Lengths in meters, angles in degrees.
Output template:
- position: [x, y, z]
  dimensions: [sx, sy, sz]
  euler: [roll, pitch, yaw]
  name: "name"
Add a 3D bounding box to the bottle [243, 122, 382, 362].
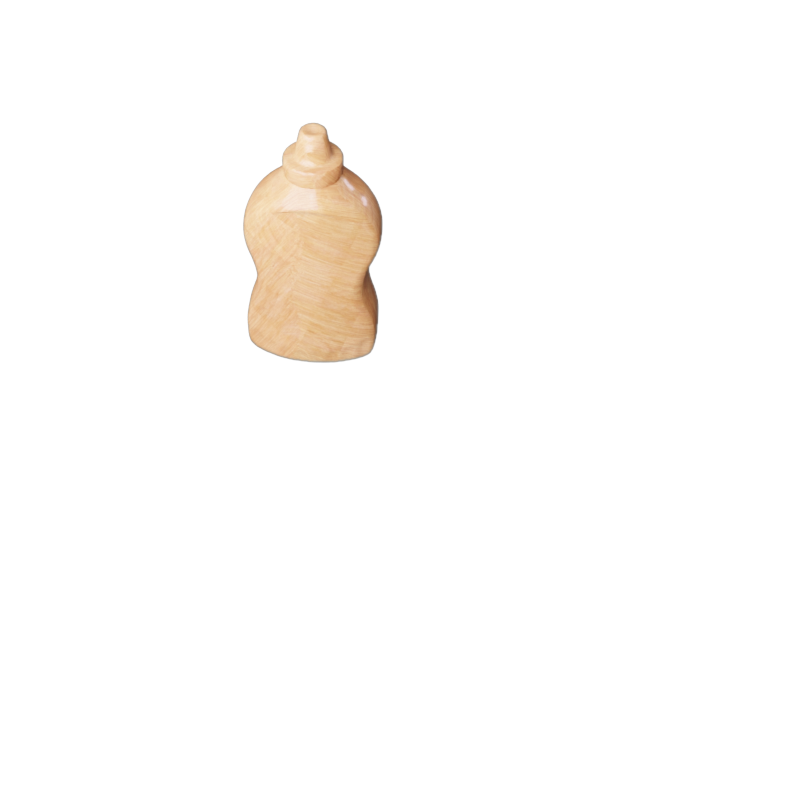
- position: [-0.061, -0.111, 0.779]
  dimensions: [0.097, 0.179, 0.062]
  euler: [8, 44, 5]
  name: "bottle"
